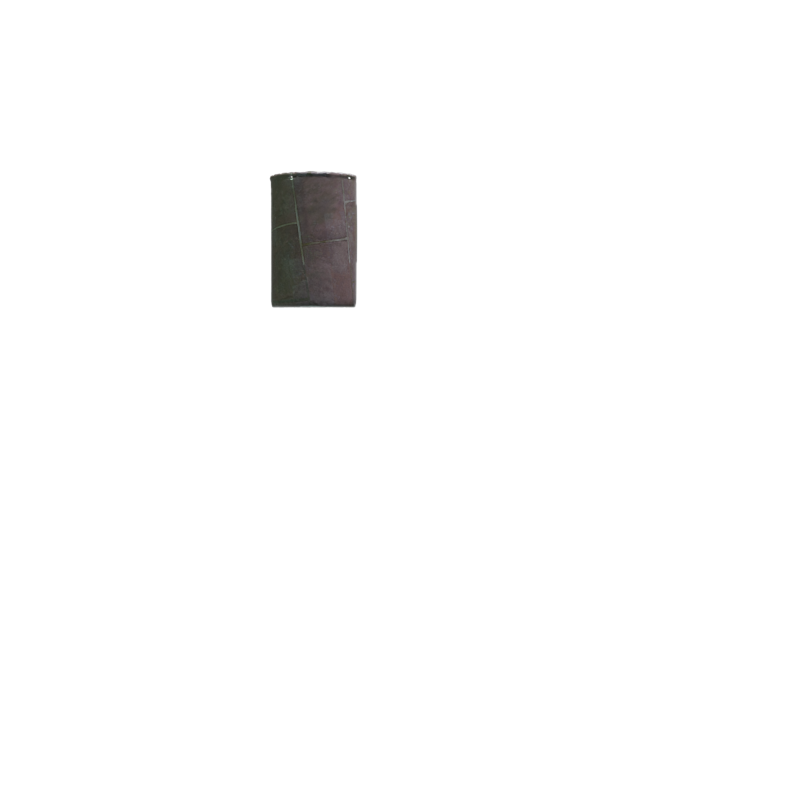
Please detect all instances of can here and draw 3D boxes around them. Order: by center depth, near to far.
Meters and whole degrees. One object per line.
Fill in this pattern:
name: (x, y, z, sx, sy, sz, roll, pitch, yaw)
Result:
can: (-0.067, -0.123, 0.860, 0.068, 0.103, 0.068, 0, -1, -2)
